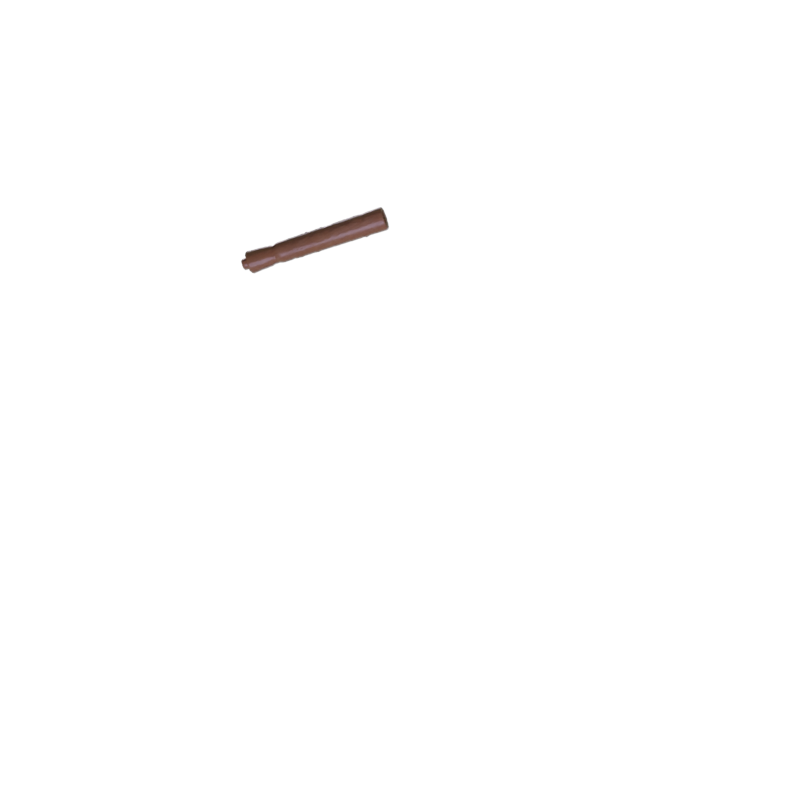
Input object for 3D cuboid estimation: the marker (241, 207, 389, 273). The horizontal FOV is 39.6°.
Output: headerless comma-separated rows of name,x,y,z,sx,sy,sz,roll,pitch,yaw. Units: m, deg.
marker,-0.069,-0.125,0.878,0.122,0.020,0.020,-17,1,12
